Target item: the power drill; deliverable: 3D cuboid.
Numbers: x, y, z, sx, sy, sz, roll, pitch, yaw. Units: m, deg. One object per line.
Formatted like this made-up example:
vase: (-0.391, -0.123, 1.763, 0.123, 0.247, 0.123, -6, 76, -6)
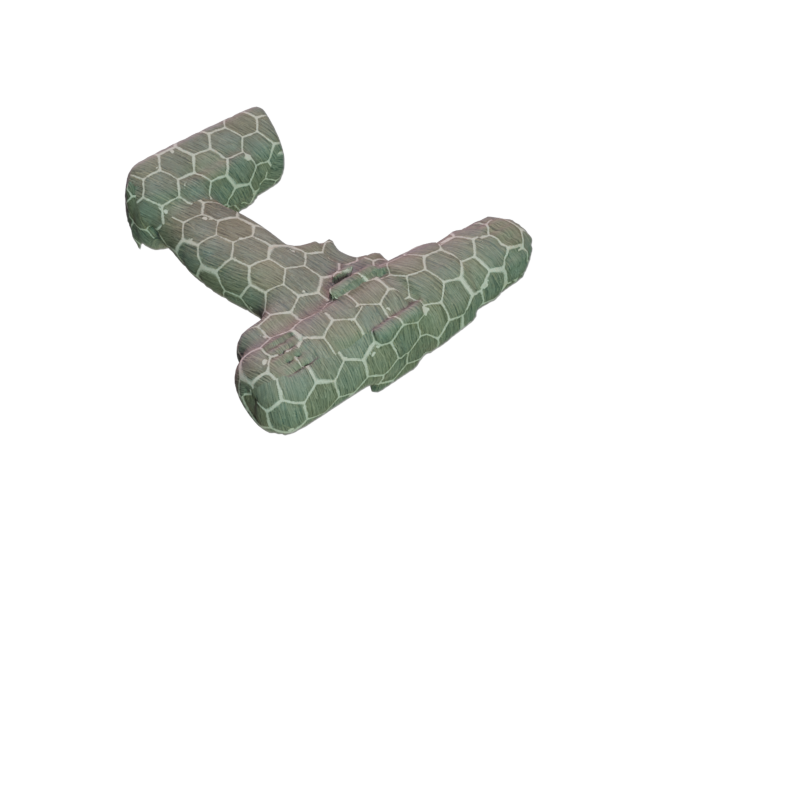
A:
power drill: (-0.047, -0.087, 0.606, 0.185, 0.053, 0.201, -31, 55, -26)
